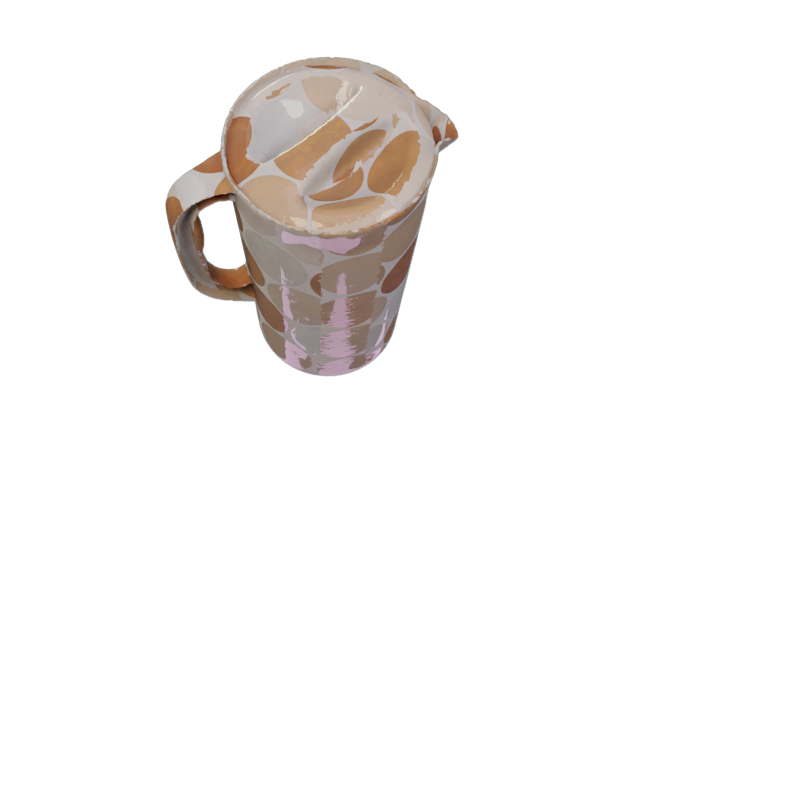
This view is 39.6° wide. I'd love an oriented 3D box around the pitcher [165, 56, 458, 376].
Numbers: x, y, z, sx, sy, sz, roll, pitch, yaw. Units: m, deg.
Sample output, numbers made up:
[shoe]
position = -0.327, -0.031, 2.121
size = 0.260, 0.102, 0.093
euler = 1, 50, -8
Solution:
[pitcher]
position = -0.060, -0.110, 0.768
size = 0.153, 0.150, 0.229
euler = 24, -25, 9
